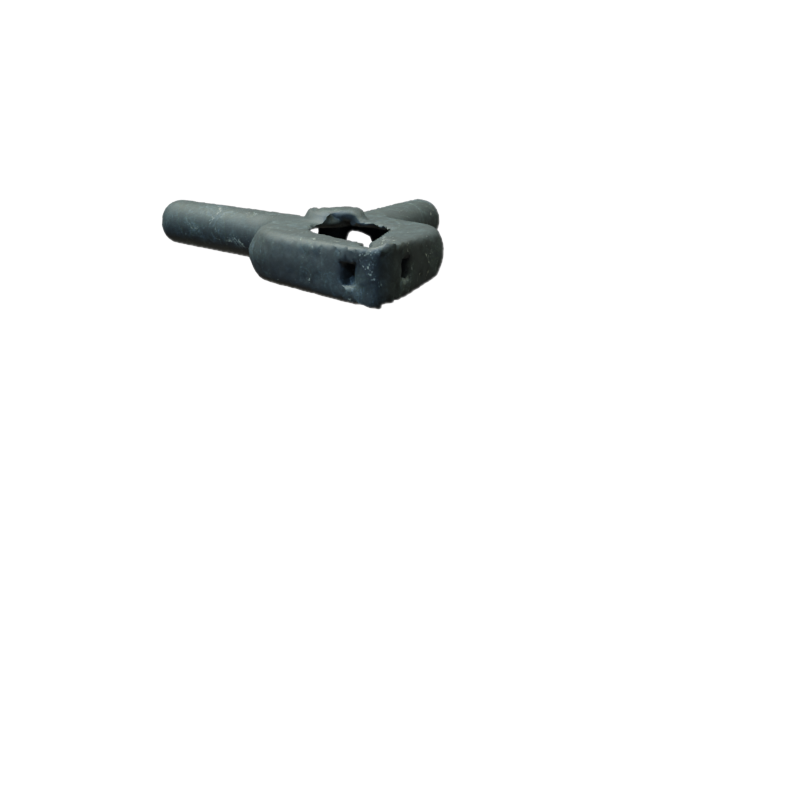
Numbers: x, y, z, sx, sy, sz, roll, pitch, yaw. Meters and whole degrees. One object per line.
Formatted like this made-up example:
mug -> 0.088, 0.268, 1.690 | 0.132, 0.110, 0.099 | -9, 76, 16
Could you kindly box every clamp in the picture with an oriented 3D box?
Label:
clamp -> -0.045, -0.082, 0.573 | 0.163, 0.035, 0.218 | -2, 16, -7
